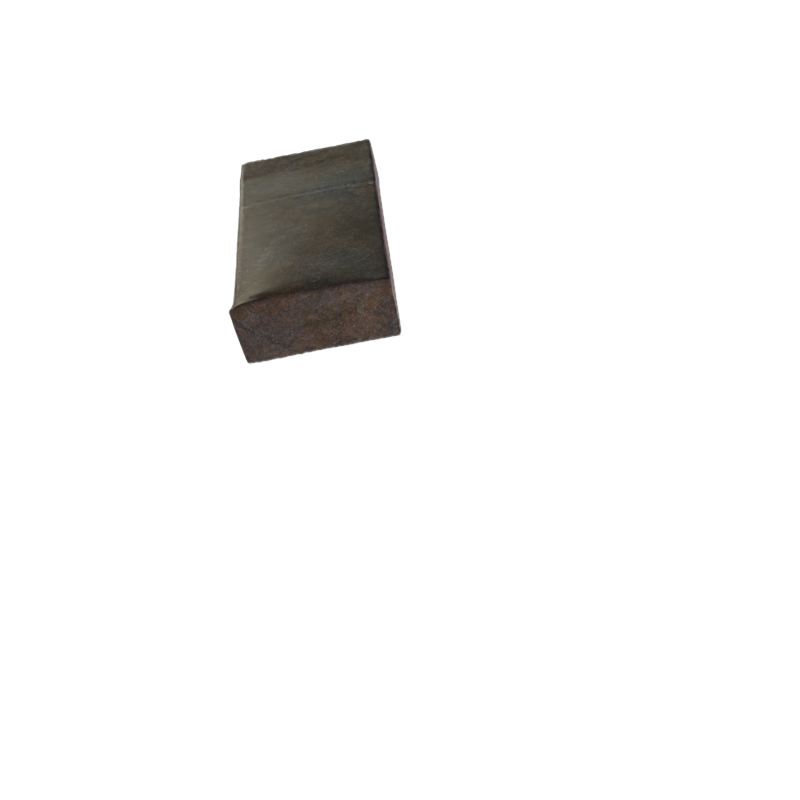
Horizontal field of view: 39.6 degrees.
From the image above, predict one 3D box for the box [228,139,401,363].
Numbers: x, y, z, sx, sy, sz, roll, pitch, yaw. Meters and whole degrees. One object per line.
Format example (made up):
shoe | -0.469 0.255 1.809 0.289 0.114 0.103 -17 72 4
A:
box | -0.054 -0.098 0.691 0.094 0.045 0.188 -11 35 4
